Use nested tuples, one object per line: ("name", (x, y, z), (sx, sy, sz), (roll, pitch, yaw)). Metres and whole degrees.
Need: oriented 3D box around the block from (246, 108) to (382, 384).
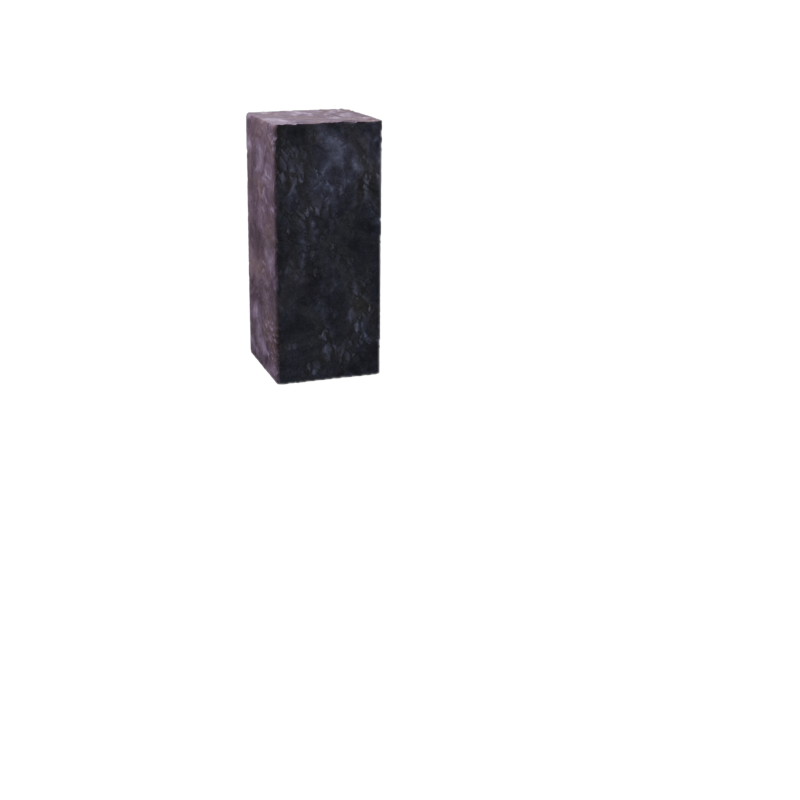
("block", (-0.071, -0.129, 0.903), (0.088, 0.199, 0.096), (-5, 16, -20))
